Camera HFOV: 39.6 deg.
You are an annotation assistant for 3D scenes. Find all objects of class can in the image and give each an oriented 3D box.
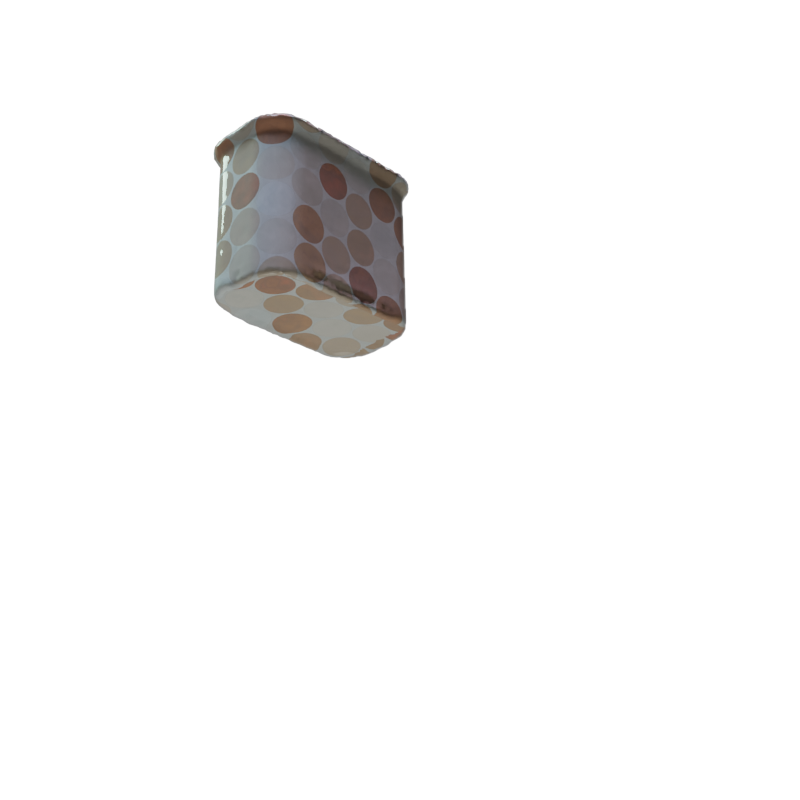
[{"bbox_3d":[-0.042,-0.076,0.536,0.058,0.089,0.096,-25,-35,38],"label":"can"}]
